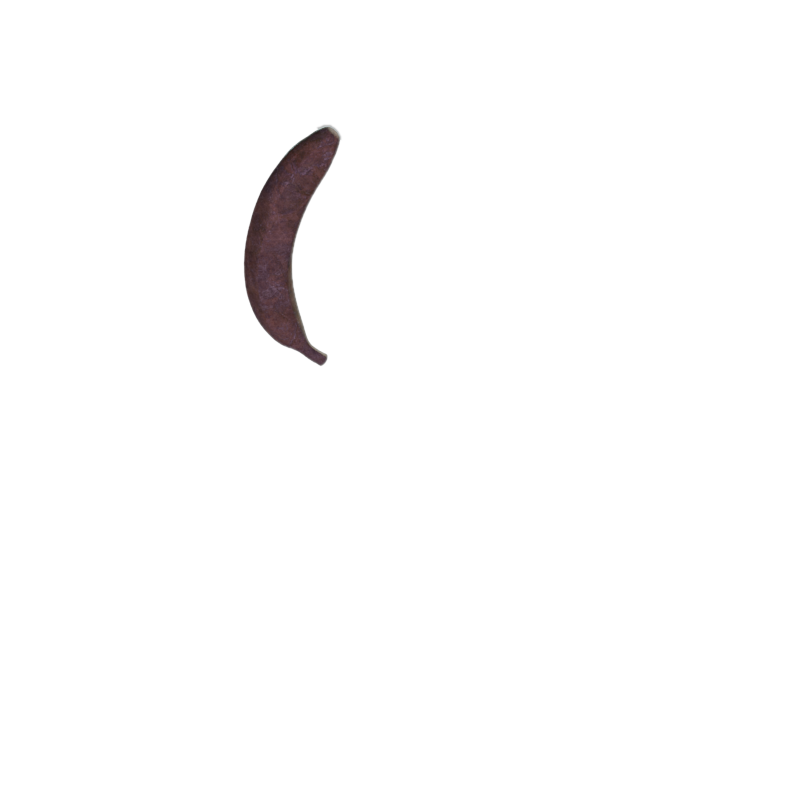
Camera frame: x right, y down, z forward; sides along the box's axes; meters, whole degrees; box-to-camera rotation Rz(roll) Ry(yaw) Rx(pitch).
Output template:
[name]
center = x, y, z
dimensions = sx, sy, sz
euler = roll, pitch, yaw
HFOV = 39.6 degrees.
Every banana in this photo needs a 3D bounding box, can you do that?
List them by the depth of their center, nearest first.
[banana]
center = -0.086, -0.119, 0.856
dimensions = 0.069, 0.187, 0.039
euler = 3, 27, -3
